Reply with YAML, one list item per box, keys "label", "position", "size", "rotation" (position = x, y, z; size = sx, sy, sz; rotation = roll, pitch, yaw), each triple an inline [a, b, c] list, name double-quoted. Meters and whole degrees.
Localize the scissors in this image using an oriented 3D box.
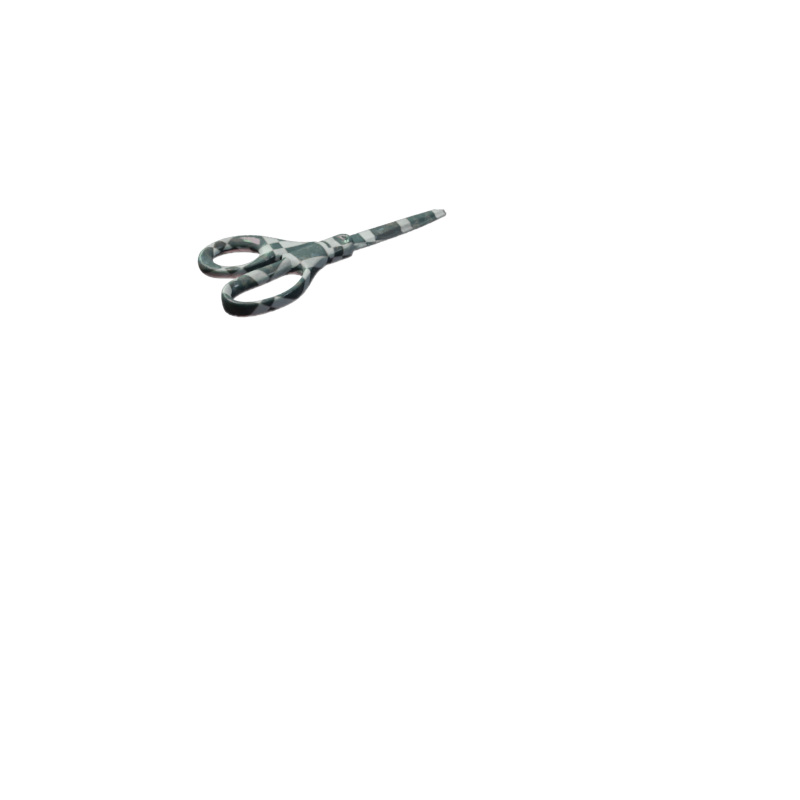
- label: "scissors"
  position: [-0.064, -0.117, 0.821]
  size: [0.102, 0.015, 0.203]
  rotation: [27, 45, 30]
